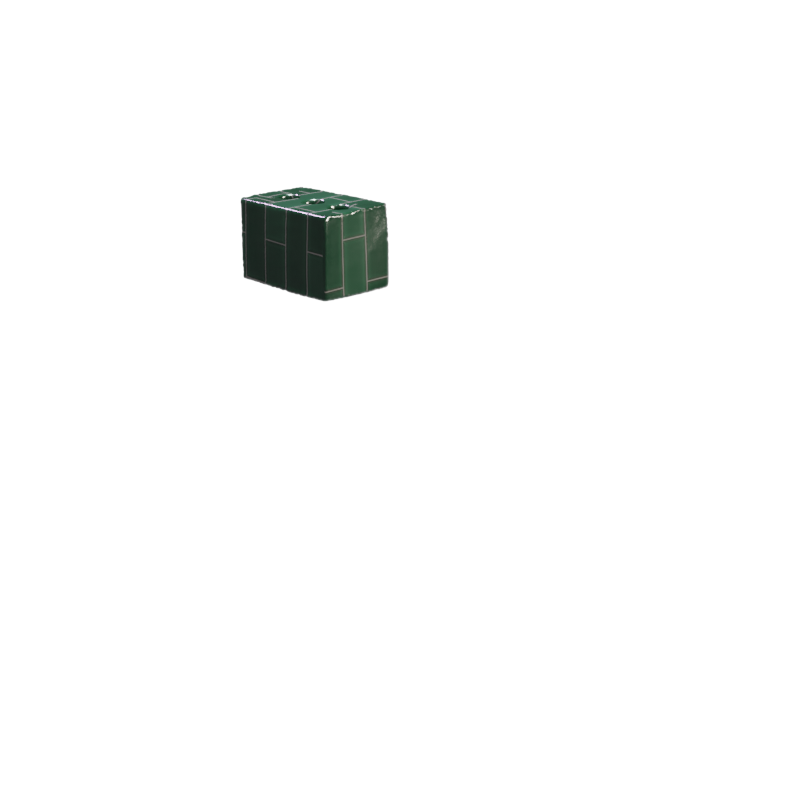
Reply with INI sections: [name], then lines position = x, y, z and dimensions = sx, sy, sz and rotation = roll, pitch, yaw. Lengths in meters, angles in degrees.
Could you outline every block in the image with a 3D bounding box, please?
[block]
position = -0.052, -0.095, 0.666
dimensions = 0.082, 0.049, 0.052
rotation = 18, 24, 42
